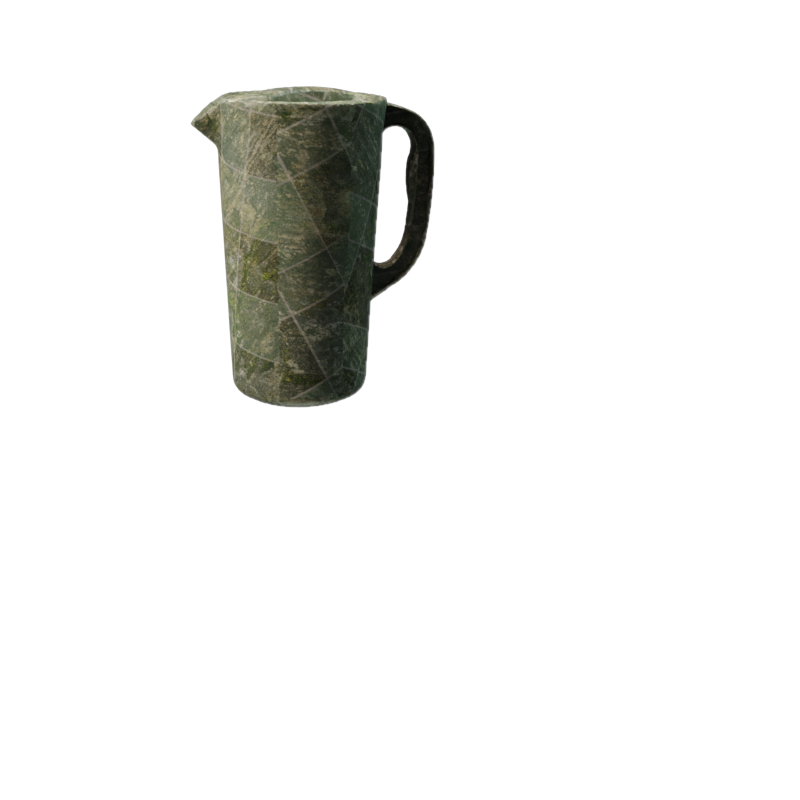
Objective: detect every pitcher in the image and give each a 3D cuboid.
[{"bbox_3d":[-0.068,-0.125,0.875,0.156,0.235,0.143,10,17,31],"label":"pitcher"}]
